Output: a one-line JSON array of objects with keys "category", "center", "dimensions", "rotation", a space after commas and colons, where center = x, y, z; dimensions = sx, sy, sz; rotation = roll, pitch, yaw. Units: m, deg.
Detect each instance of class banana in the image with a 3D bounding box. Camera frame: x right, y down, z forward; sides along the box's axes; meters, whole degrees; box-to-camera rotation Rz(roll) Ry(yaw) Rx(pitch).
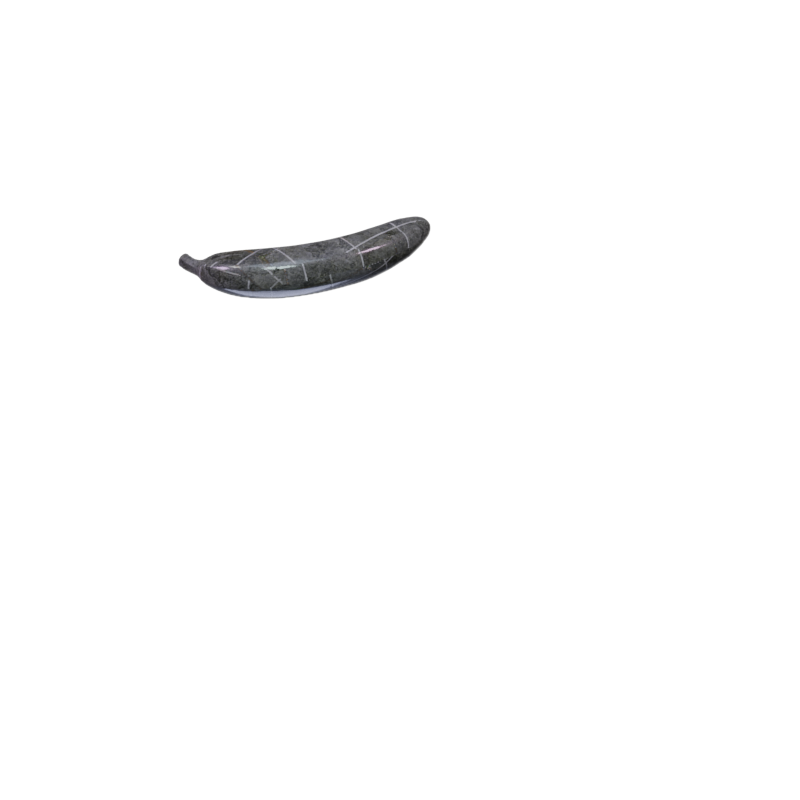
[{"category": "banana", "center": [-0.065, -0.108, 0.832], "dimensions": [0.196, 0.034, 0.075], "rotation": [-9, 41, -10]}]
